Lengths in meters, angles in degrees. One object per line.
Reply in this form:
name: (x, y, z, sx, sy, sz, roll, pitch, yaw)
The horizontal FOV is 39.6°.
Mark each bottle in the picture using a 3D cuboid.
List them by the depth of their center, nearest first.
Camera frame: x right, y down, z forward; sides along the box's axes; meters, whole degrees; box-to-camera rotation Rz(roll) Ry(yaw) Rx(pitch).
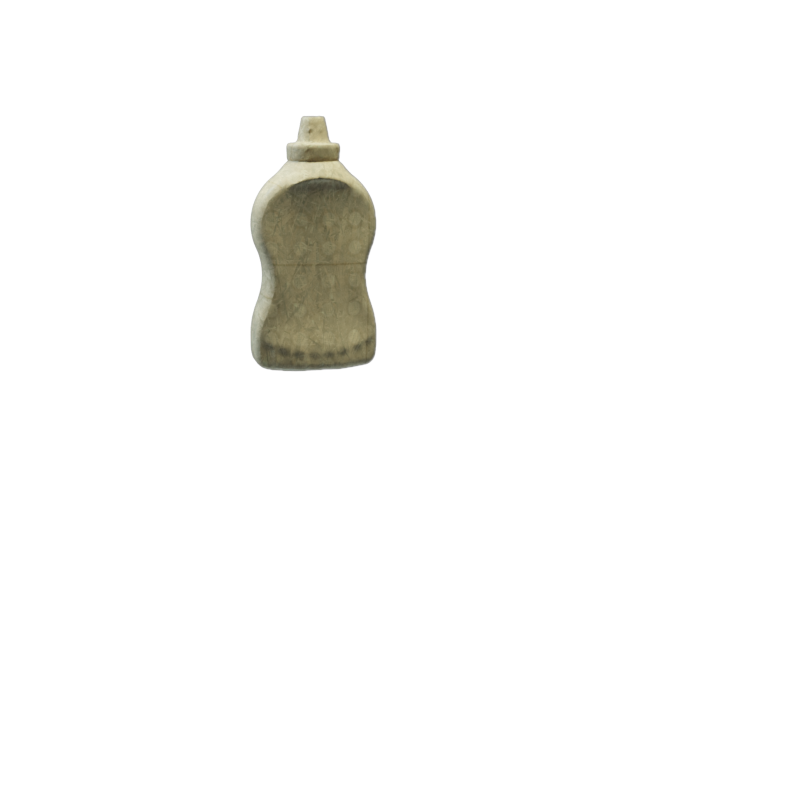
bottle: (-0.067, -0.122, 0.852, 0.095, 0.188, 0.060, -2, 9, -13)
